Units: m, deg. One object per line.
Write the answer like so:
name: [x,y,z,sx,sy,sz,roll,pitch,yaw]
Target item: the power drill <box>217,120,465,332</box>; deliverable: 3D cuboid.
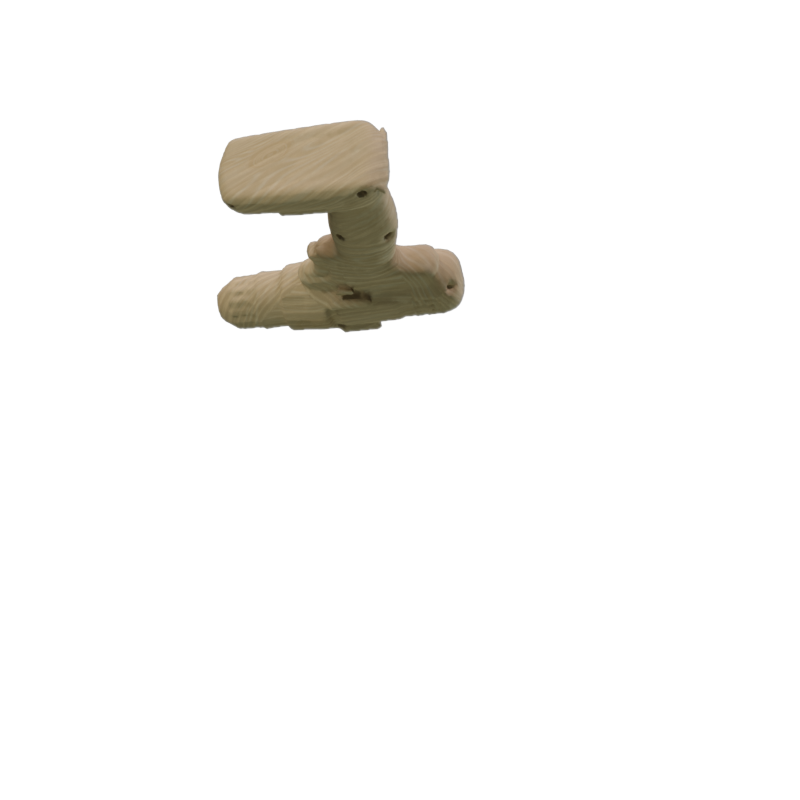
power drill: [-0.059,-0.108,0.757,0.187,0.061,0.174,-6,-27,12]
